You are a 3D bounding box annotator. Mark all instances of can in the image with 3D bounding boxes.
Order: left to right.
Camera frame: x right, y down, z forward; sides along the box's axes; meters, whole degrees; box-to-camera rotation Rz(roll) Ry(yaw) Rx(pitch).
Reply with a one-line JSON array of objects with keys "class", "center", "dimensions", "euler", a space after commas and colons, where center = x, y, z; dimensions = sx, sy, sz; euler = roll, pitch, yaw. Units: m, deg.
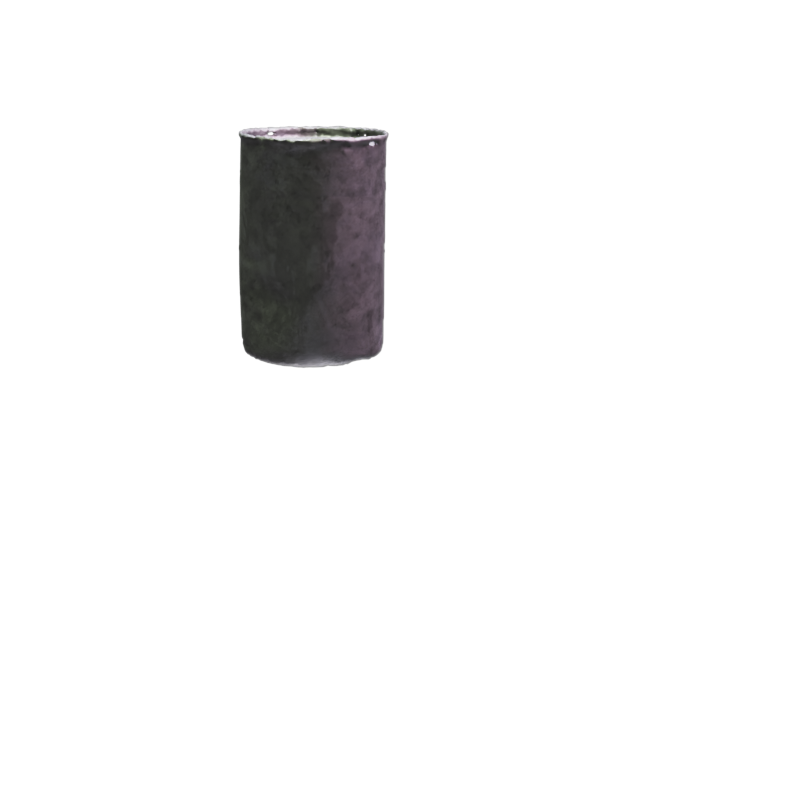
[{"class": "can", "center": [-0.040, -0.073, 0.511], "dimensions": [0.068, 0.099, 0.071], "euler": [0, 13, -2]}]
